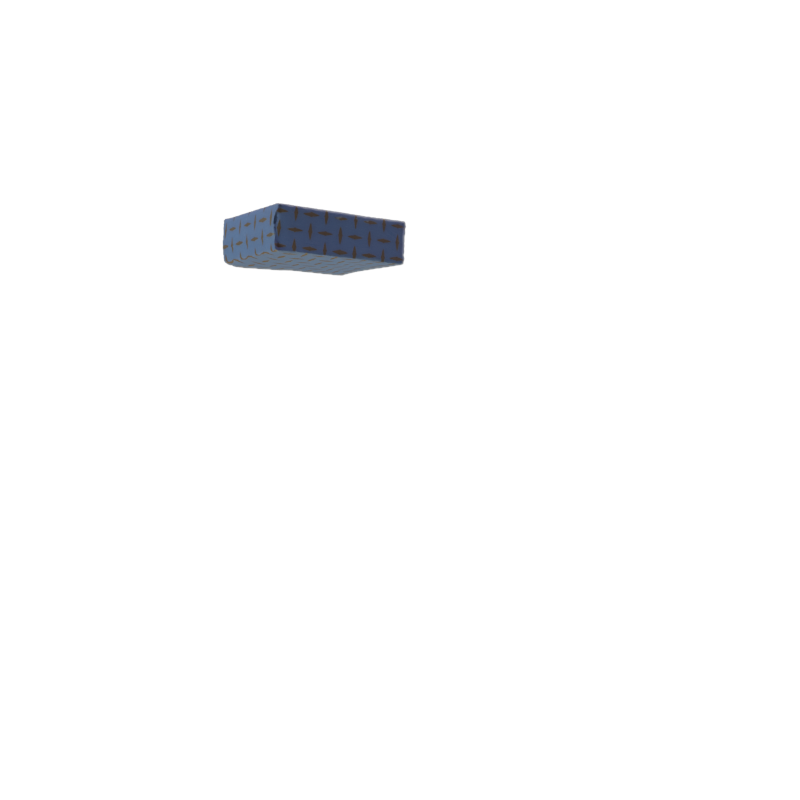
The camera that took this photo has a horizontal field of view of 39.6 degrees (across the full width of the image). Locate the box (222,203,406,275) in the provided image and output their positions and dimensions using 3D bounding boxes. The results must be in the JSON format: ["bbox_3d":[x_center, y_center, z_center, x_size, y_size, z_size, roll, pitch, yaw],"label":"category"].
[{"bbox_3d":[-0.066,-0.120,0.841,0.109,0.039,0.092,1,-2,-32],"label":"box"}]
